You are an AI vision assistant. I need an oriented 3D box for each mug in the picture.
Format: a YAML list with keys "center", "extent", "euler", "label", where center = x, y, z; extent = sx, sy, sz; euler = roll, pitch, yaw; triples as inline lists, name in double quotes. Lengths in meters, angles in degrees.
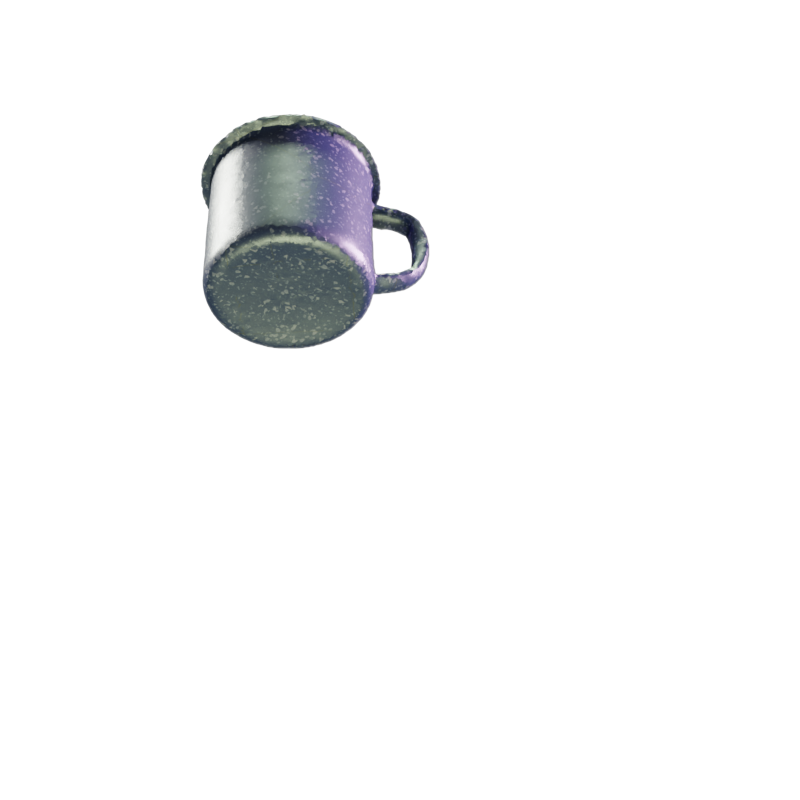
- center: [-0.043, -0.078, 0.549]
  extent: [0.115, 0.087, 0.088]
  euler: [9, -44, -11]
  label: "mug"
